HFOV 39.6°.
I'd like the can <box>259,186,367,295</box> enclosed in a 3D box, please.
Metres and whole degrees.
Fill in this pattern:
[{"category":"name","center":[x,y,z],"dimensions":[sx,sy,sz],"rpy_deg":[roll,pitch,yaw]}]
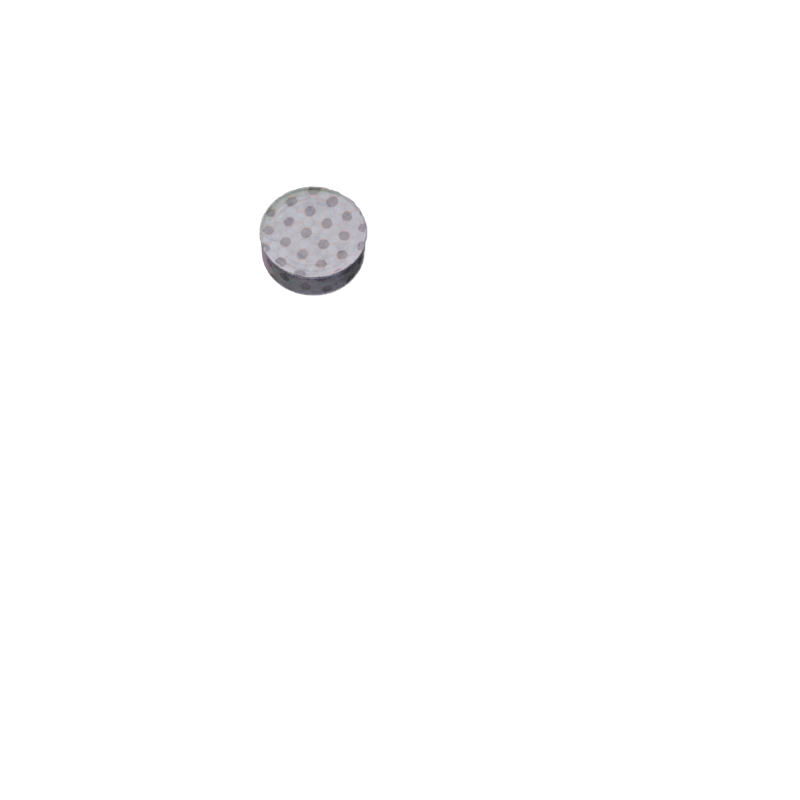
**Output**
[{"category":"can","center":[-0.070,-0.128,0.894],"dimensions":[0.086,0.091,0.031],"rpy_deg":[-1,-30,-1]}]
